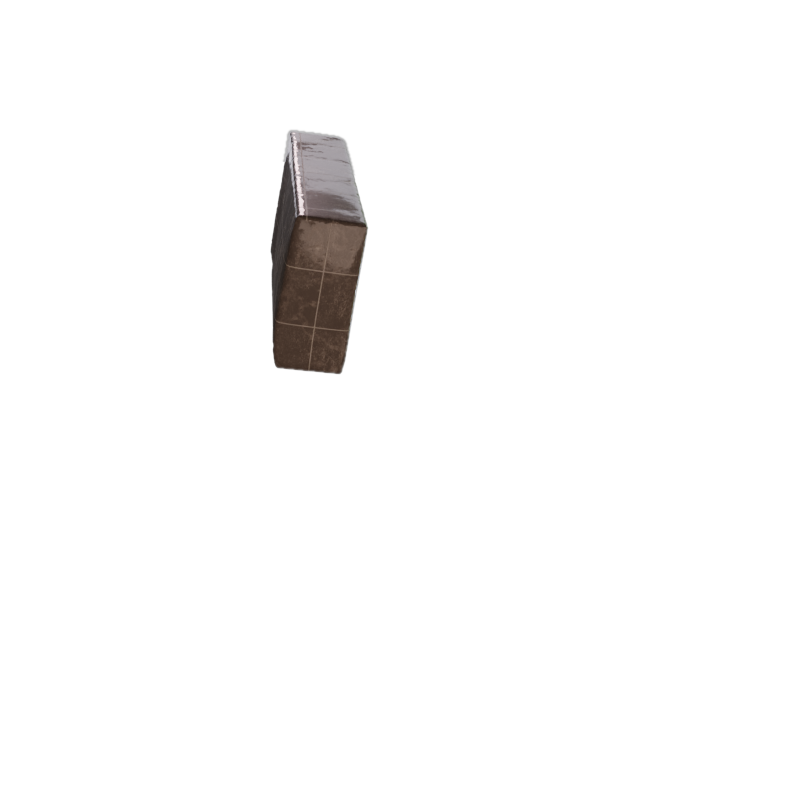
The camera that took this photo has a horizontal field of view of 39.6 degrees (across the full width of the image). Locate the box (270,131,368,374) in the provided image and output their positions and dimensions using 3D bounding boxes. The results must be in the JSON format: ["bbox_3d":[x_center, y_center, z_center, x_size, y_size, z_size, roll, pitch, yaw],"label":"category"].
[{"bbox_3d":[-0.053,-0.097,0.682,0.047,0.089,0.186,8,26,-8],"label":"box"}]
